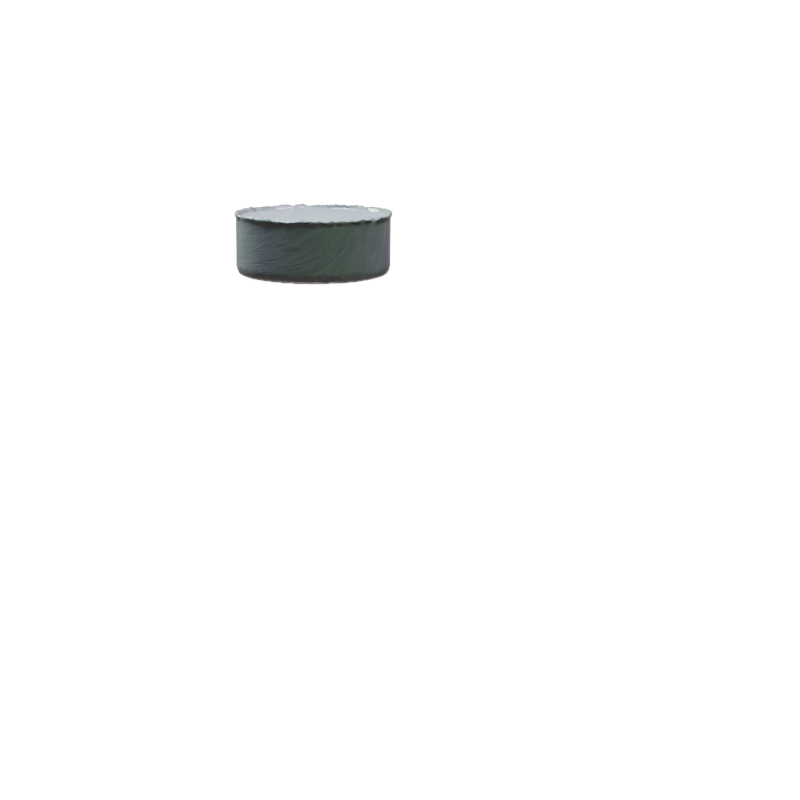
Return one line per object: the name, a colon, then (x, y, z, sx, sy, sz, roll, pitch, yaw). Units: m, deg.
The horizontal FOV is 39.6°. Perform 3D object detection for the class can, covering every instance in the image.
can: (-0.047, -0.087, 0.606, 0.086, 0.033, 0.088, 0, 15, -2)
